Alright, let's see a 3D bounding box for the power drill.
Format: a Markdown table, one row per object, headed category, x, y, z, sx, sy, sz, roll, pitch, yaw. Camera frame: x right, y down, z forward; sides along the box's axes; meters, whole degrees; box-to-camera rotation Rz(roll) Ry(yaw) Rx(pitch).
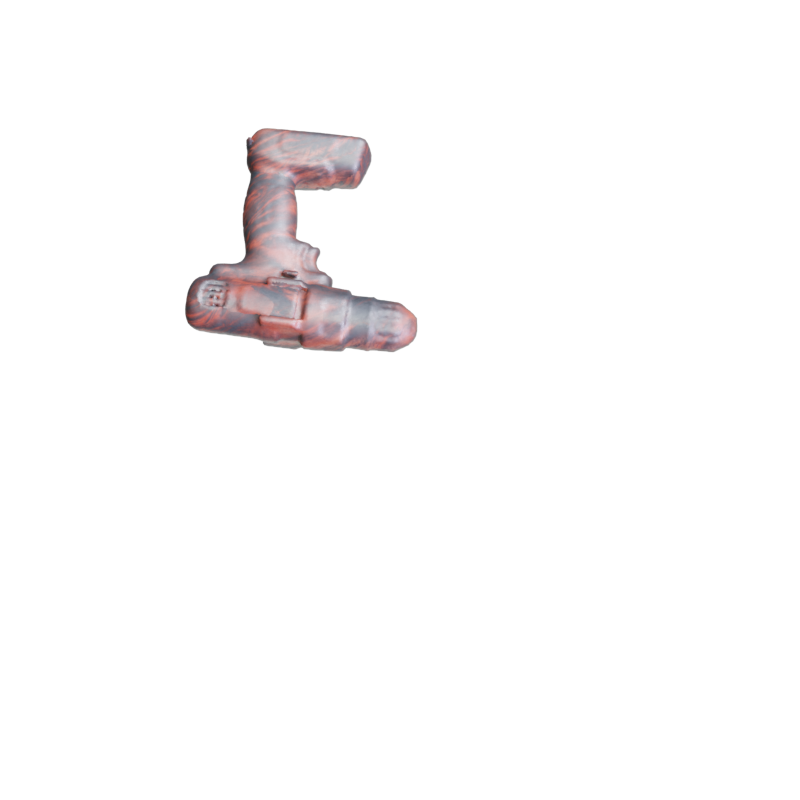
| category | x | y | z | sx | sy | sz | roll | pitch | yaw |
| --- | --- | --- | --- | --- | --- | --- | --- | --- | --- |
| power drill | -0.071 | -0.130 | 0.910 | 0.185 | 0.198 | 0.054 | 7 | -28 | 3 |
